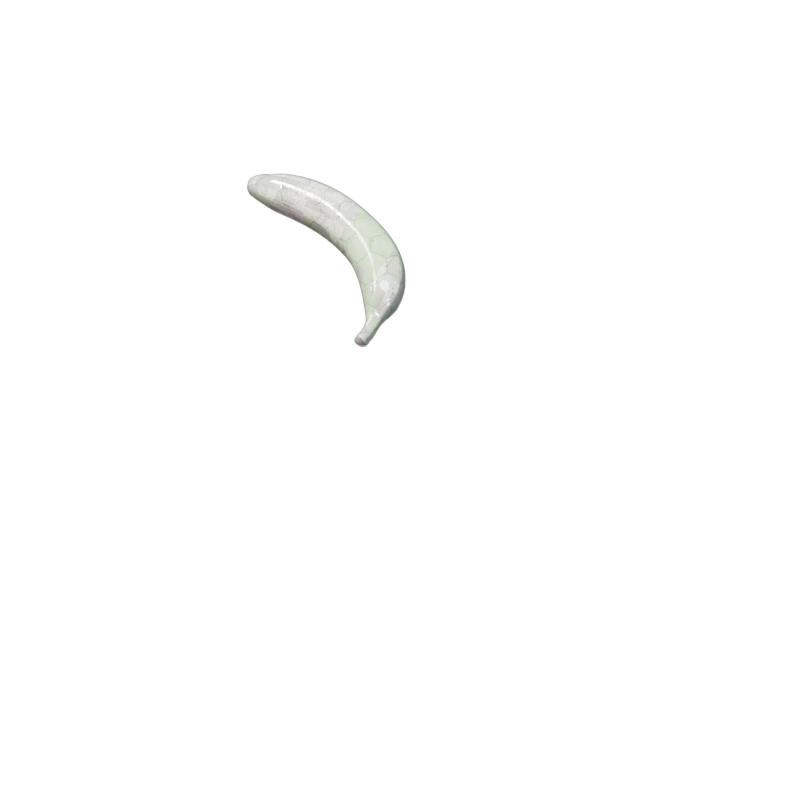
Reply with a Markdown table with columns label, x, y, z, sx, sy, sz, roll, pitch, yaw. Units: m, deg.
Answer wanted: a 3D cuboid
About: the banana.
| label | x | y | z | sx | sy | sz | roll | pitch | yaw |
| --- | --- | --- | --- | --- | --- | --- | --- | --- | --- |
| banana | -0.049 | -0.126 | 0.861 | 0.069 | 0.034 | 0.214 | -21 | 50 | -19 |
